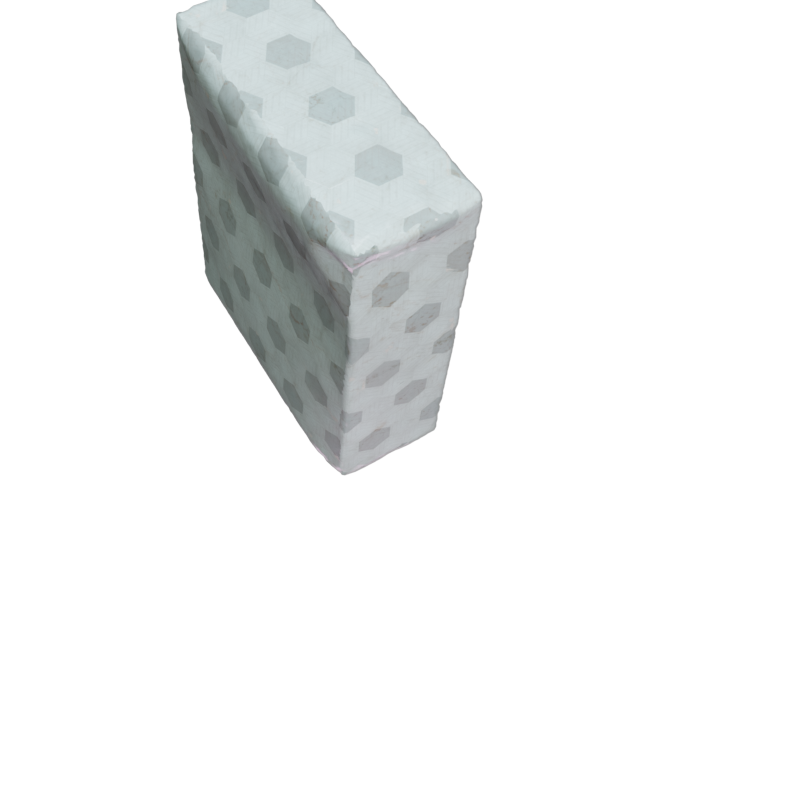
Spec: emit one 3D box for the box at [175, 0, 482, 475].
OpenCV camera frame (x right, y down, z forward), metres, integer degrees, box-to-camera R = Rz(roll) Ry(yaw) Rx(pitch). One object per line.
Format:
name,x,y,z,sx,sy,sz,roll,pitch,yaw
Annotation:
box,-0.044,-0.081,0.564,0.072,0.175,0.200,-26,-27,-18
